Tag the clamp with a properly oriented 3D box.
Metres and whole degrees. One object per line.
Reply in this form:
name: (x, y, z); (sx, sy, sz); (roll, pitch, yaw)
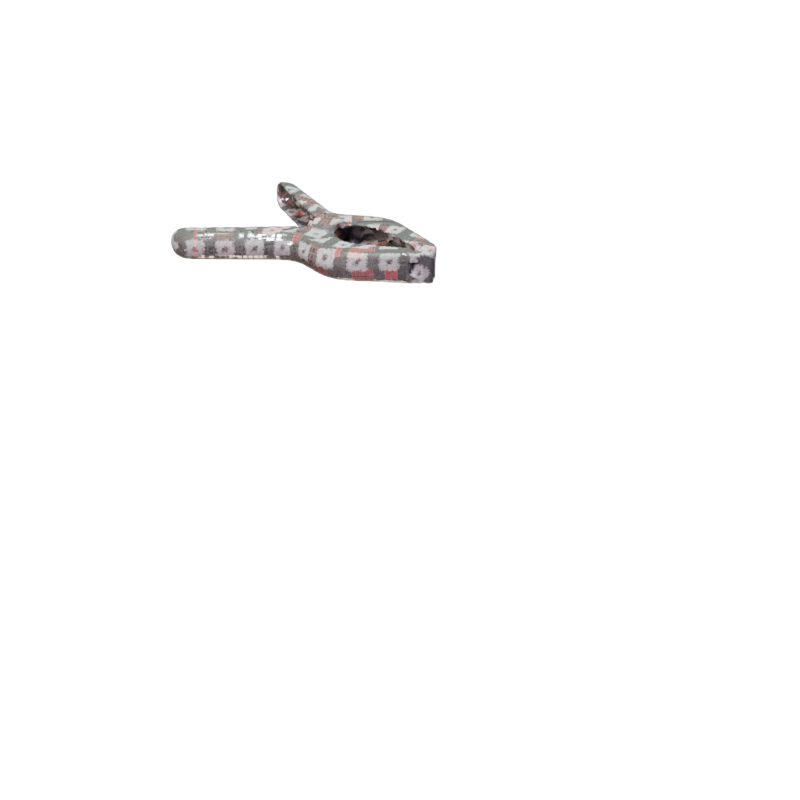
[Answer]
clamp: (-0.071, -0.130, 0.912); (0.222, 0.034, 0.164); (21, 35, 33)
